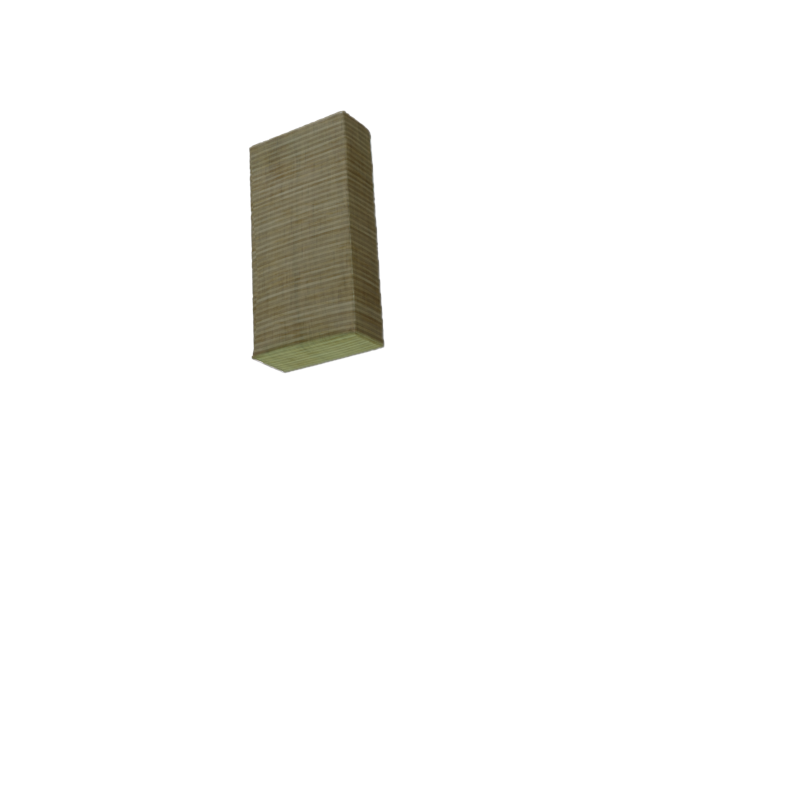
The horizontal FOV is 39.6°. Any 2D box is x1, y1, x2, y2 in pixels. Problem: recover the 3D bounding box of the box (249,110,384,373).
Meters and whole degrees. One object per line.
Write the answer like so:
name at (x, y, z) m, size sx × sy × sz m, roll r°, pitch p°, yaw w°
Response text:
box at (-0.064, -0.117, 0.817) m, size 0.095 × 0.186 × 0.045 m, roll -16°, pitch -27°, yaw 30°
